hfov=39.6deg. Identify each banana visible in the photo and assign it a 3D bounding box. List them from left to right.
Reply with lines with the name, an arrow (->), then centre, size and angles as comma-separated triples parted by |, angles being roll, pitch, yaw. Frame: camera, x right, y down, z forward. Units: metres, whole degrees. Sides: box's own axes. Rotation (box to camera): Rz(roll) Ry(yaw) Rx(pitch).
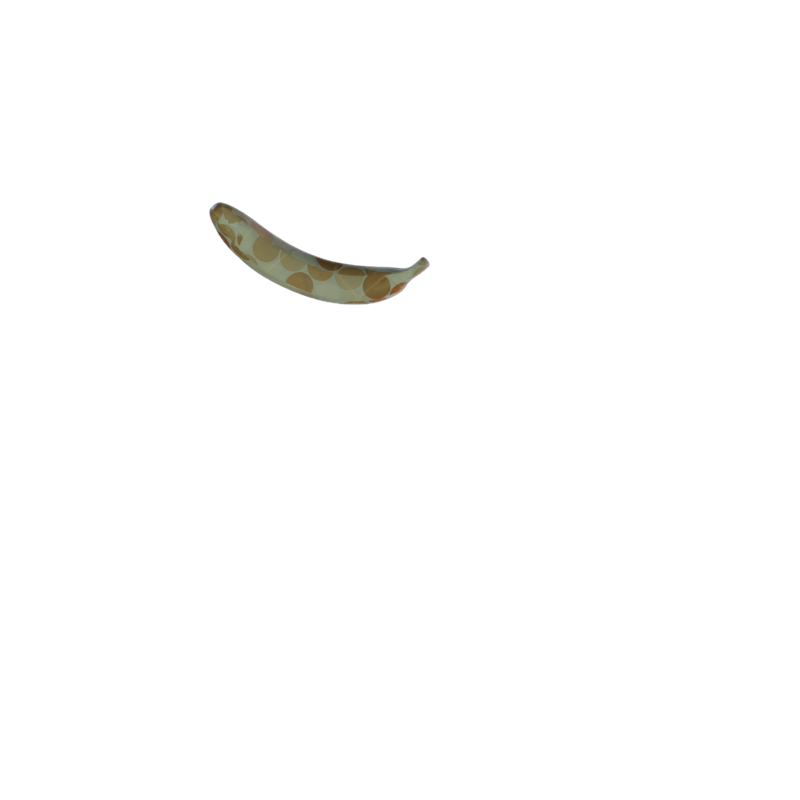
banana -> -0.078, -0.123, 0.985 | 0.195, 0.067, 0.039 | 14, 25, -6
